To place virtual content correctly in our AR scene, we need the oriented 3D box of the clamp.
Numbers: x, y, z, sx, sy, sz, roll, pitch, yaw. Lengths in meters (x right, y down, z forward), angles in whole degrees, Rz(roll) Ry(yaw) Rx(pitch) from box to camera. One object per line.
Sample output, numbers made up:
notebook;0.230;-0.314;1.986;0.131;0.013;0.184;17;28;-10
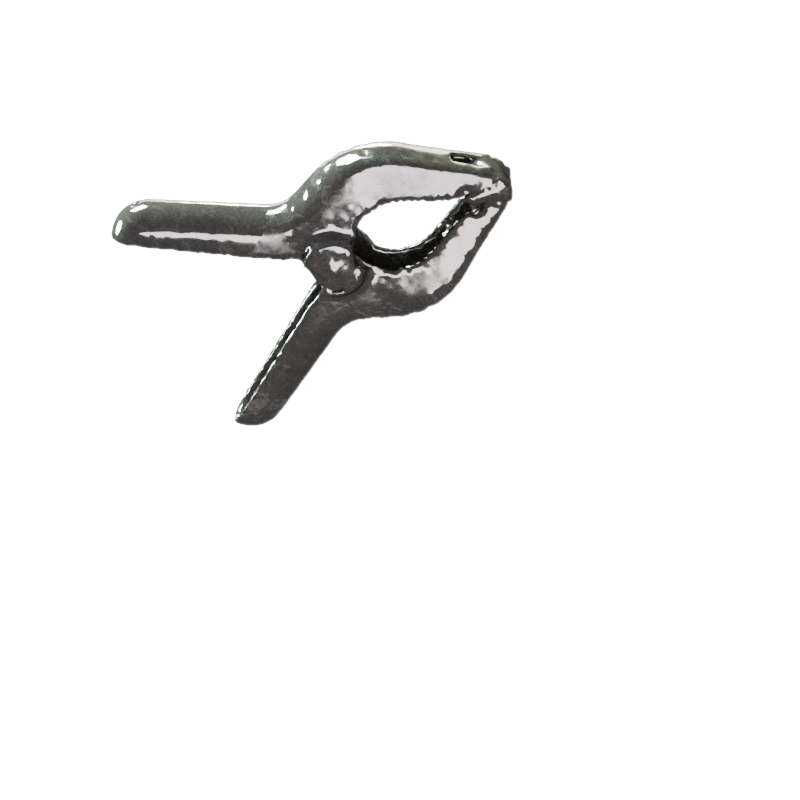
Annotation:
clamp;-0.038;-0.069;0.482;0.171;0.113;0.042;-33;26;17
